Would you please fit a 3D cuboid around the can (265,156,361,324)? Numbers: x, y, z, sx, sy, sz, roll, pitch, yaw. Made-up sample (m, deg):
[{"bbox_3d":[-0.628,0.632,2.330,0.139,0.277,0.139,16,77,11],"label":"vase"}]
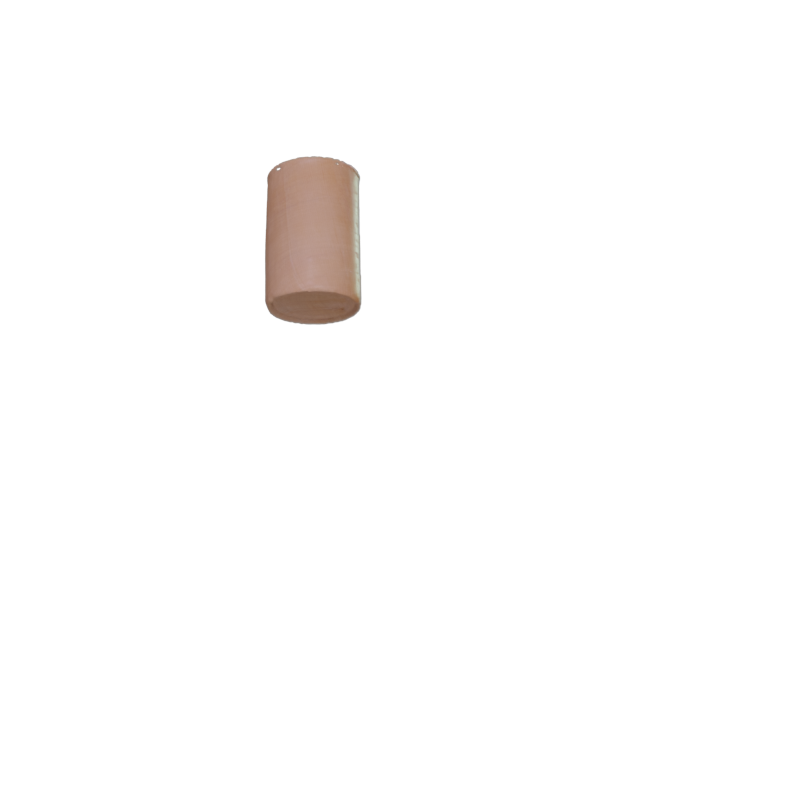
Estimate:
[{"bbox_3d":[-0.062,-0.112,0.787,0.068,0.108,0.065,0,-22,-2],"label":"can"}]
